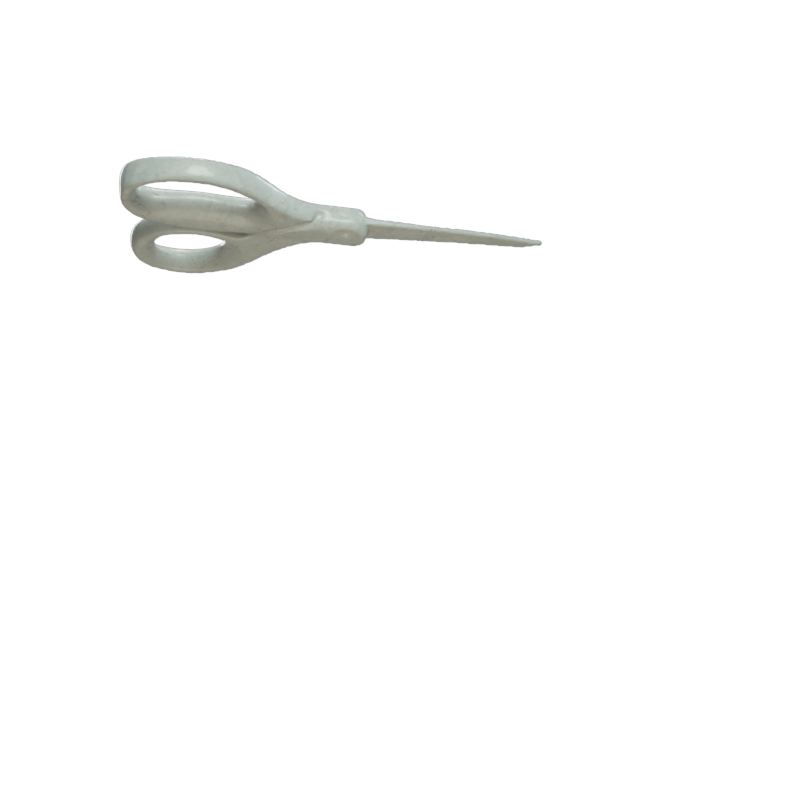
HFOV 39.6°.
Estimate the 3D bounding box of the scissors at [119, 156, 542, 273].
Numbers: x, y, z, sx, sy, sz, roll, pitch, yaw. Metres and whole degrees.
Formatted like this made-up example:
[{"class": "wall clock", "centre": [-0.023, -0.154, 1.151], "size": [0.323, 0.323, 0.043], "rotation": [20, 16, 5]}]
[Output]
[{"class": "scissors", "centre": [-0.042, -0.076, 0.535], "size": [0.194, 0.017, 0.095], "rotation": [11, -25, -24]}]
